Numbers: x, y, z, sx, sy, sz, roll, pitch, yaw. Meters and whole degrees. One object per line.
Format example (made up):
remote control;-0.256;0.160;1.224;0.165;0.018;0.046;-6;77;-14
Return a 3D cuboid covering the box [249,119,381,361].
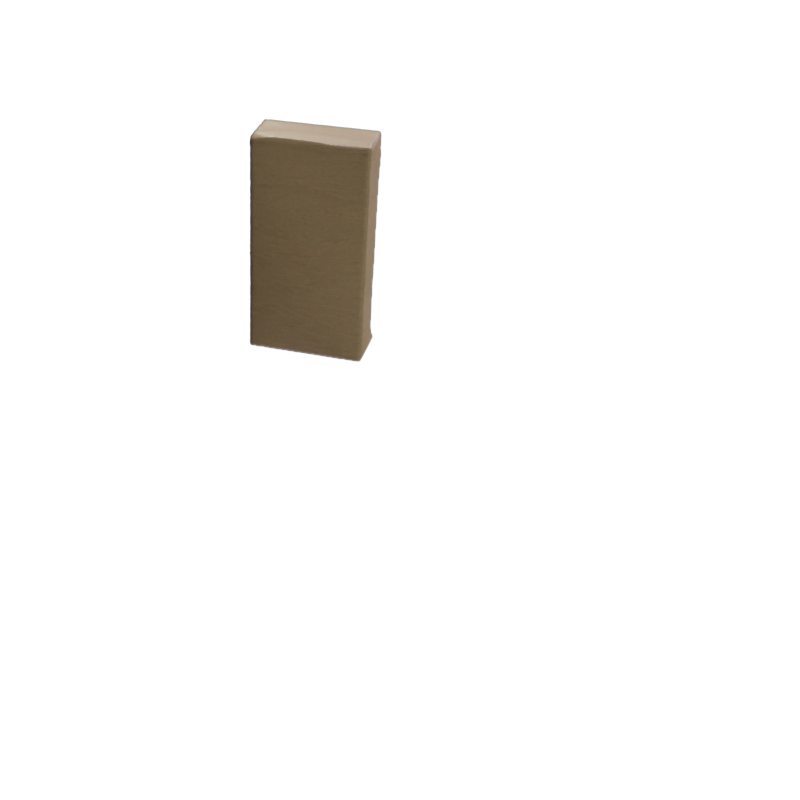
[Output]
box;-0.066;-0.120;0.841;0.095;0.166;0.050;8;30;11
